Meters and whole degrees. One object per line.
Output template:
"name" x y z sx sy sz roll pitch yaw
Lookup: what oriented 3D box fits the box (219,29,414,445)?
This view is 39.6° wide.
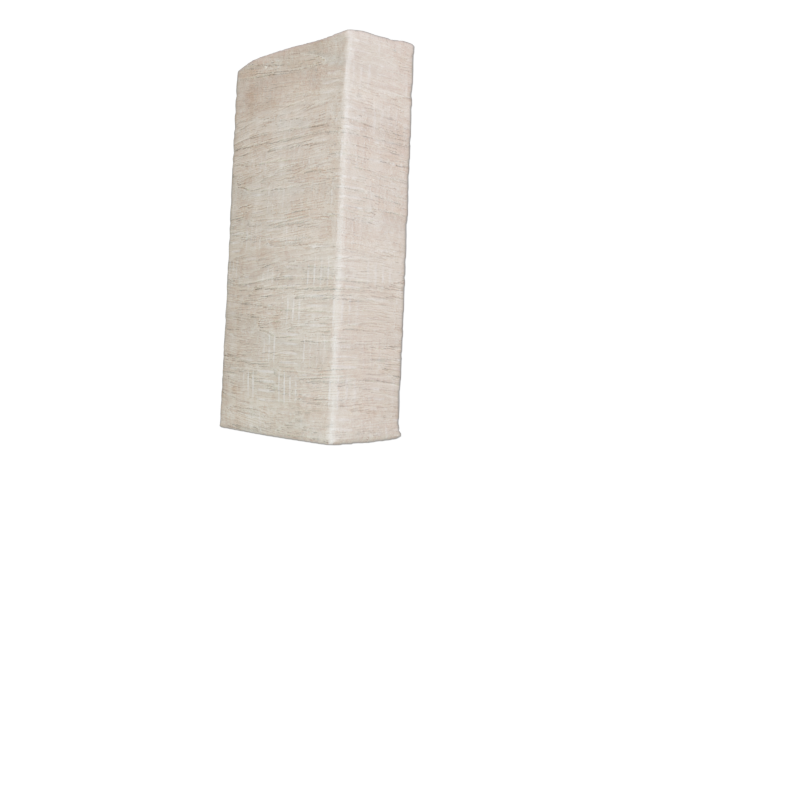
"box" -0.040 -0.072 0.507 0.046 0.178 0.096 3 -4 -39
